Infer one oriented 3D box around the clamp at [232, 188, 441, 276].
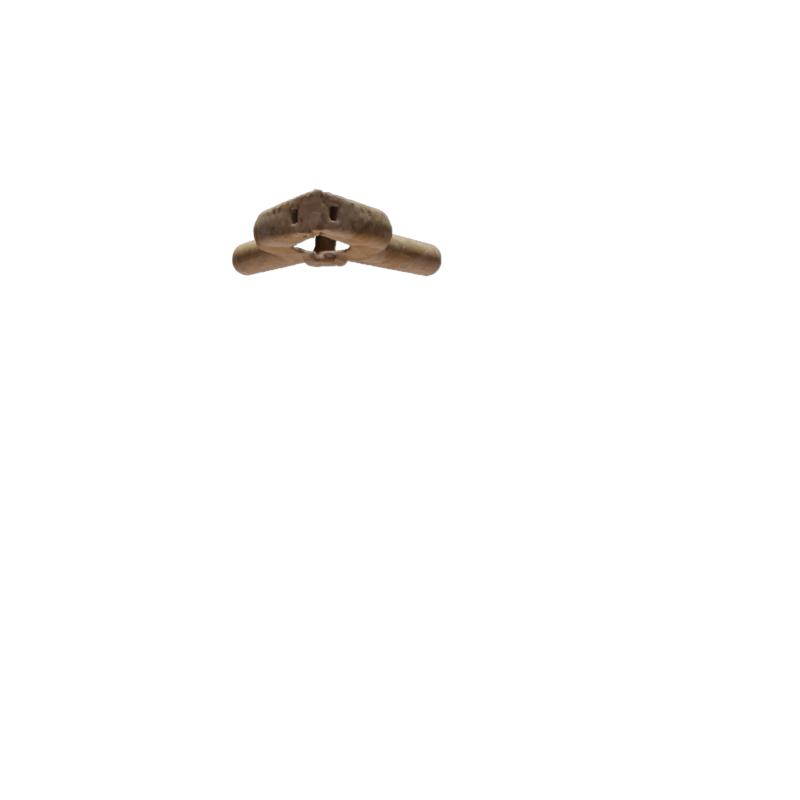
[{"bbox_3d":[-0.062,-0.114,0.795,0.167,0.037,0.204,0,-2,10],"label":"clamp"}]
